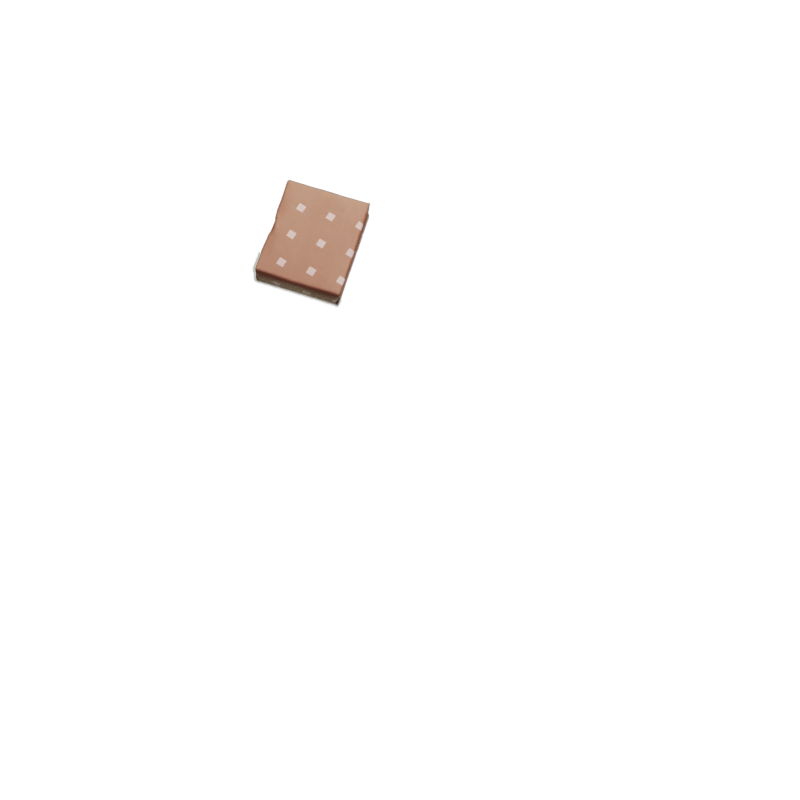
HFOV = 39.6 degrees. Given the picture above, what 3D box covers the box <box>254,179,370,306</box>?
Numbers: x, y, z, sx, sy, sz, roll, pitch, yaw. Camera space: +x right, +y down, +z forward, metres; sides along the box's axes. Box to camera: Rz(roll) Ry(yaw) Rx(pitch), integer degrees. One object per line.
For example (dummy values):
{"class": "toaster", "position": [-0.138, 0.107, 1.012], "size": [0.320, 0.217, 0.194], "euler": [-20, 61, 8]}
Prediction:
{"class": "box", "position": [-0.072, -0.131, 0.917], "size": [0.074, 0.093, 0.029], "euler": [16, -21, 6]}
